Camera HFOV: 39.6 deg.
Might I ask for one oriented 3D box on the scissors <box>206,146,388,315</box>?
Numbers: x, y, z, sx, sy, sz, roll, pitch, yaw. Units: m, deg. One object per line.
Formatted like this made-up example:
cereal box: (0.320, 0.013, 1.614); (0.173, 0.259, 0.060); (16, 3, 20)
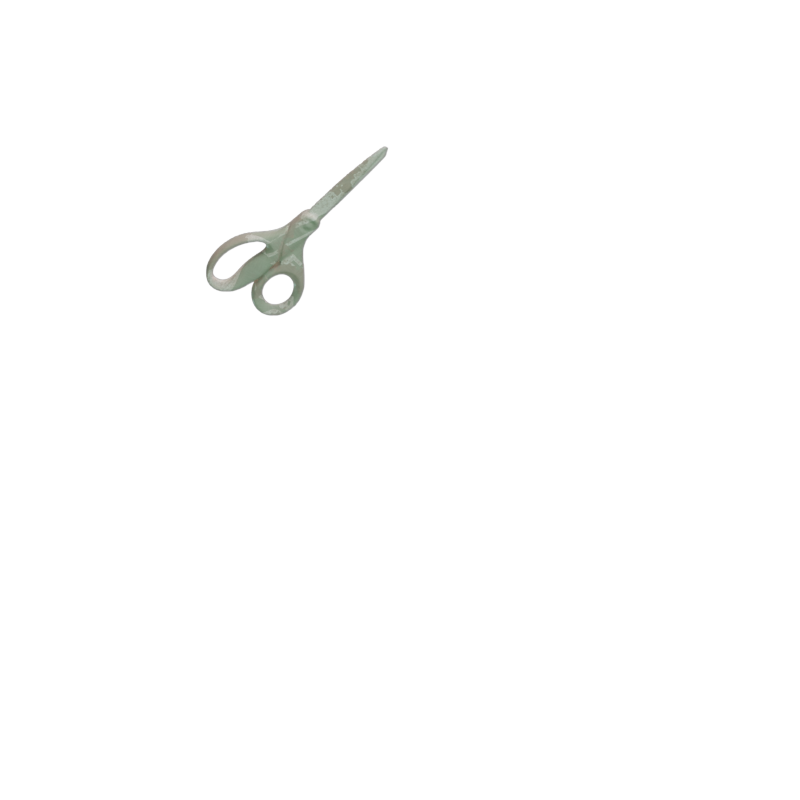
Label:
scissors: (-0.076, -0.138, 0.965); (0.202, 0.090, 0.017); (-25, 32, 17)
